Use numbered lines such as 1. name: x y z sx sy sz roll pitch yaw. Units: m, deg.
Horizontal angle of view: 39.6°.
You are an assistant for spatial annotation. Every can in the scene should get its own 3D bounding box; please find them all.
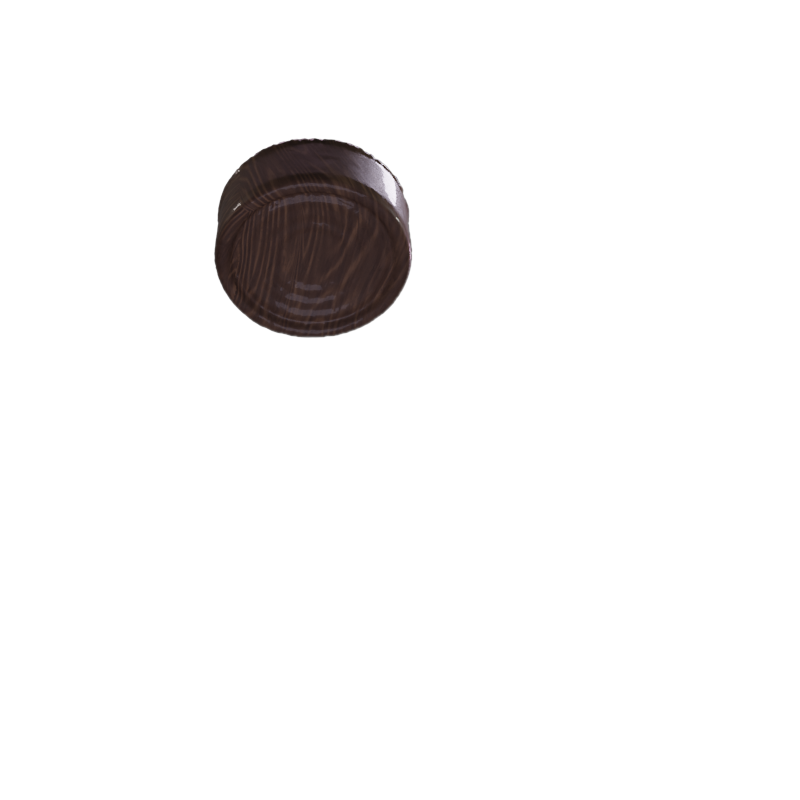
1. can: -0.038 -0.069 0.483 0.086 0.080 0.036 1 38 -1
